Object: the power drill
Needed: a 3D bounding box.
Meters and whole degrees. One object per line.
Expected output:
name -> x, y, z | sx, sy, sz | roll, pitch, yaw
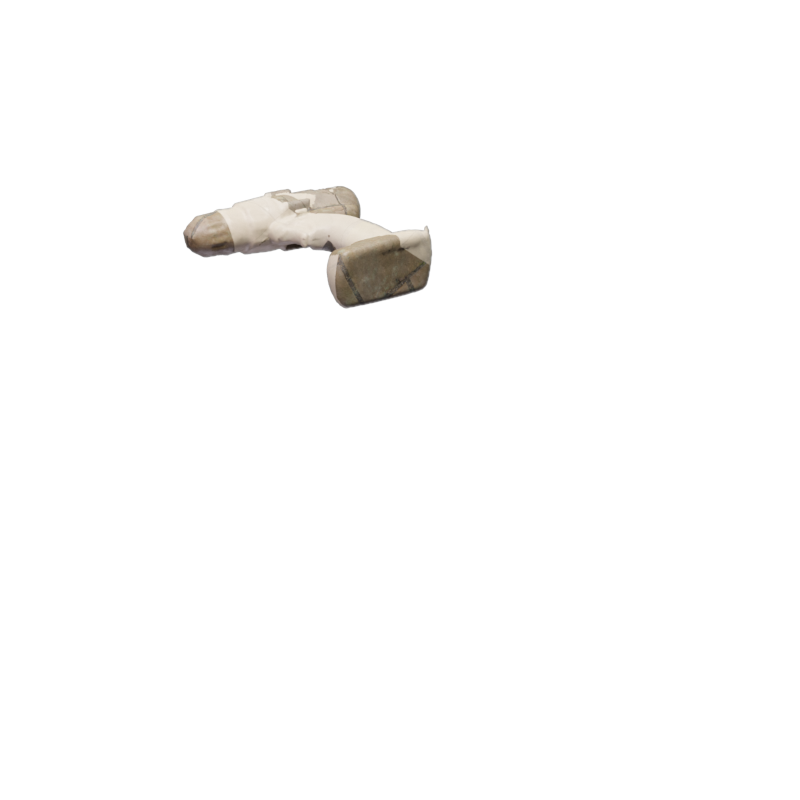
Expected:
power drill -> -0.078, -0.142, 0.996 | 0.181, 0.054, 0.201 | -19, 33, -31
